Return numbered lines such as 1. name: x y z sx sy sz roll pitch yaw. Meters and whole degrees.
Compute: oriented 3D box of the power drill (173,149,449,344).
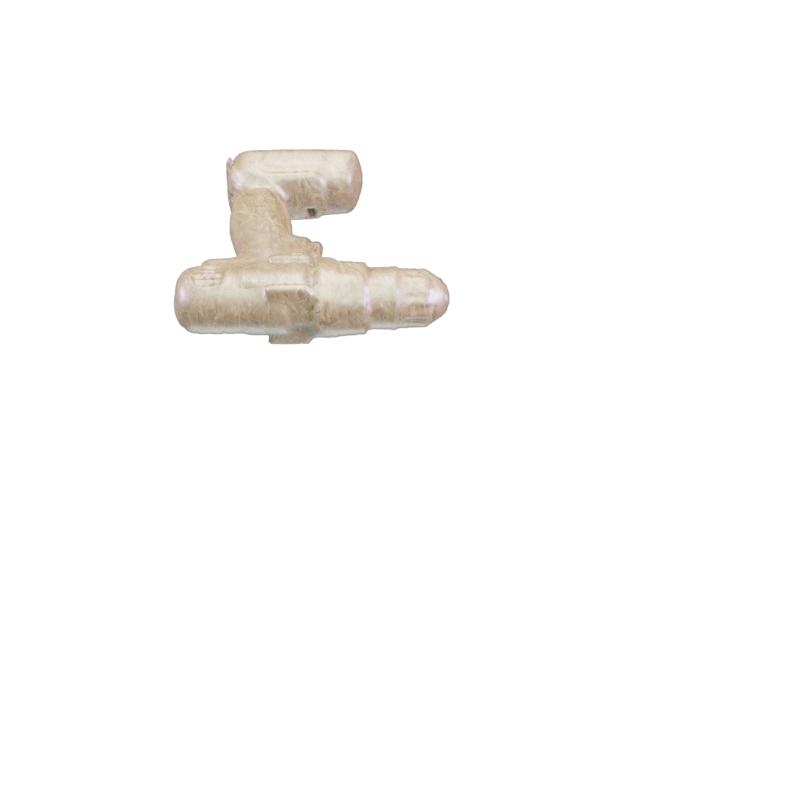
1. power drill: -0.063 -0.114 0.801 0.184 0.054 0.201 0 38 -1
